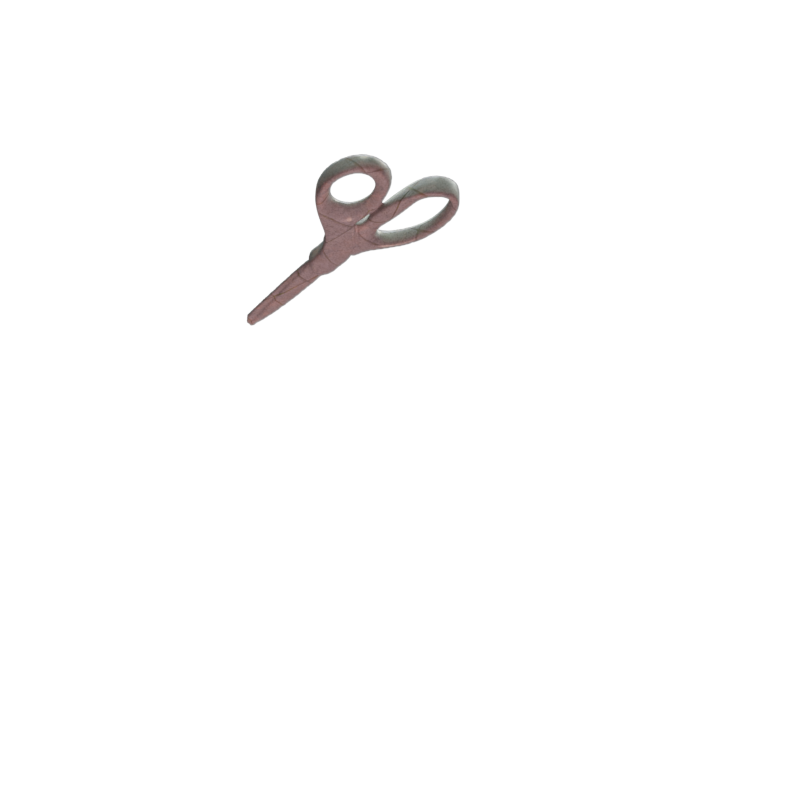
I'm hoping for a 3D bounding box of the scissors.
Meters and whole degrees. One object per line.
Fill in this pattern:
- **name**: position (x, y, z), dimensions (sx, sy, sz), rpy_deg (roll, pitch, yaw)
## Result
- **scissors**: position (-0.056, -0.102, 0.714), dimensions (0.203, 0.017, 0.089), rpy_deg (-21, -36, 32)
